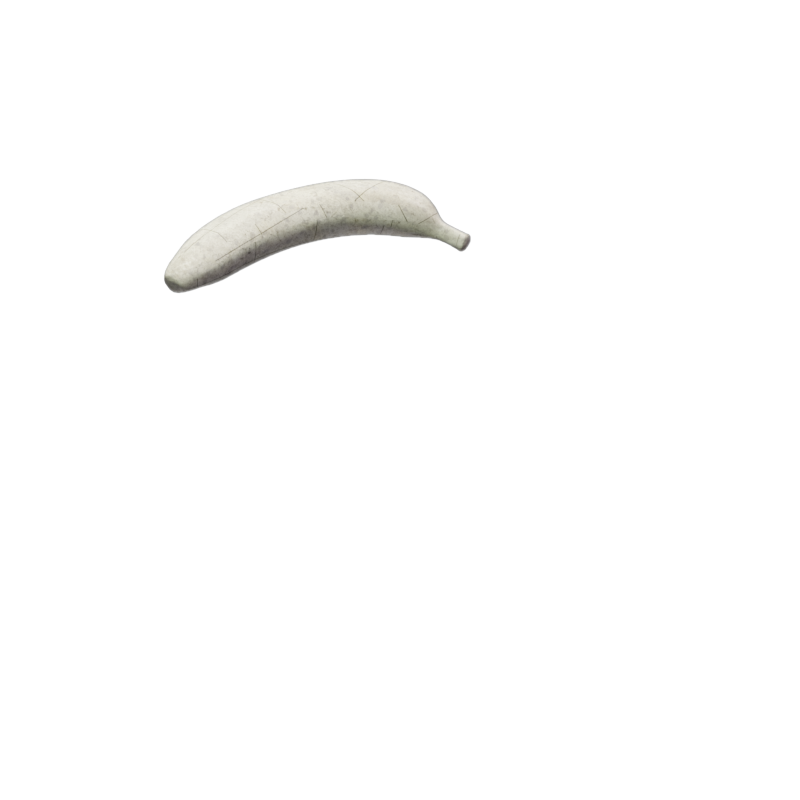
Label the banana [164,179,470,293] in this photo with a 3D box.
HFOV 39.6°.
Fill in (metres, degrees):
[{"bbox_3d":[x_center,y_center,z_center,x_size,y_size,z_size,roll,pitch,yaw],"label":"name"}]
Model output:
[{"bbox_3d":[-0.057,-0.109,0.699,0.195,0.034,0.075,-12,36,-17],"label":"banana"}]
